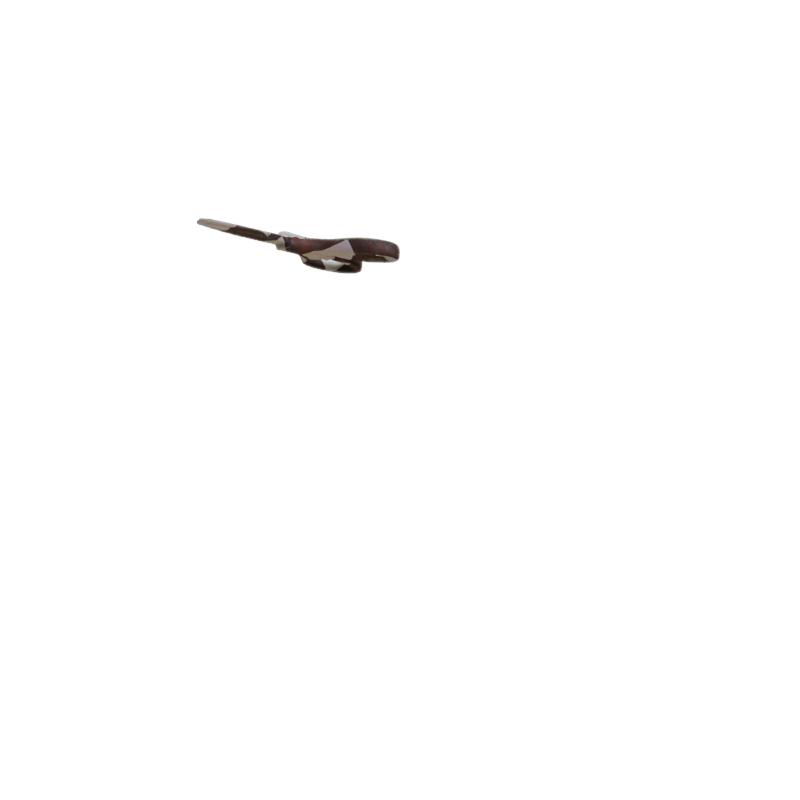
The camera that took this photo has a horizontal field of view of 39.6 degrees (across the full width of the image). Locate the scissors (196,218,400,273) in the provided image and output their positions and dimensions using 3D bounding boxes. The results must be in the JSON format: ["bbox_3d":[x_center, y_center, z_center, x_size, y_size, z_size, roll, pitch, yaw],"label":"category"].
[{"bbox_3d":[-0.071,-0.129,0.907,0.099,0.016,0.192,-3,-6,25],"label":"scissors"}]
